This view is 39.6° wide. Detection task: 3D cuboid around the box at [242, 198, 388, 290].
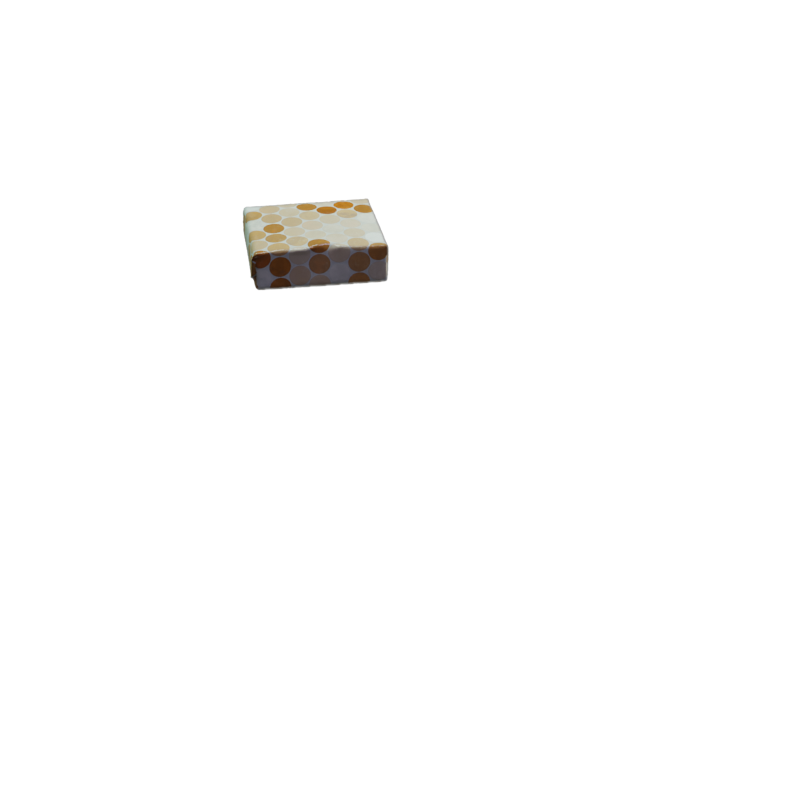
[{"bbox_3d":[-0.058,-0.105,0.737,0.088,0.028,0.078,-5,33,-8],"label":"box"}]
